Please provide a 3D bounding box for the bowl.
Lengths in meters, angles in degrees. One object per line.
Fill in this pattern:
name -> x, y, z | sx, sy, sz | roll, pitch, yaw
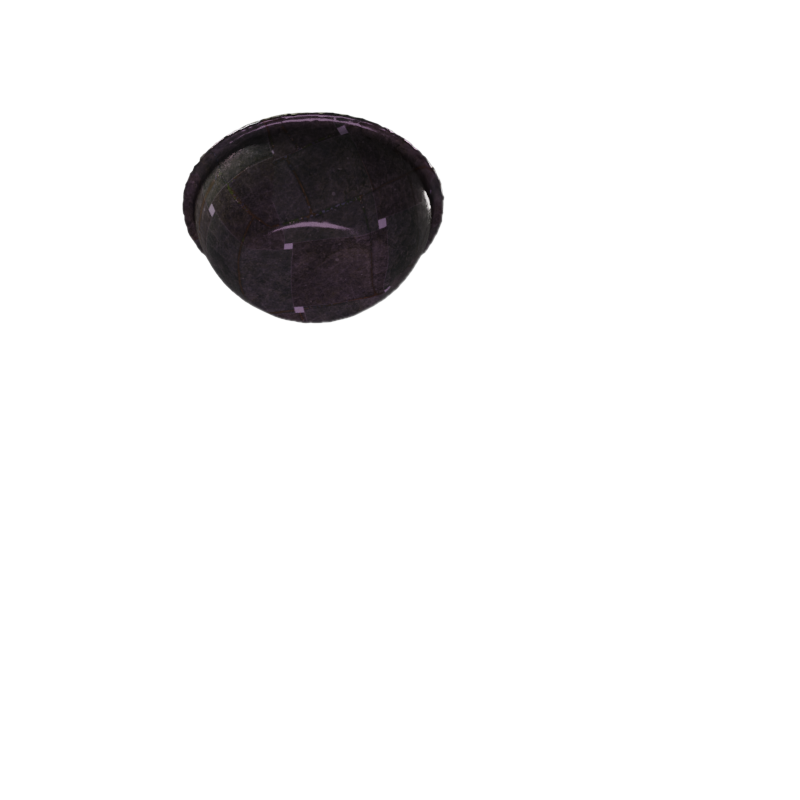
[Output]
bowl -> -0.052, -0.095, 0.669 | 0.162, 0.059, 0.151 | 1, -38, -2
